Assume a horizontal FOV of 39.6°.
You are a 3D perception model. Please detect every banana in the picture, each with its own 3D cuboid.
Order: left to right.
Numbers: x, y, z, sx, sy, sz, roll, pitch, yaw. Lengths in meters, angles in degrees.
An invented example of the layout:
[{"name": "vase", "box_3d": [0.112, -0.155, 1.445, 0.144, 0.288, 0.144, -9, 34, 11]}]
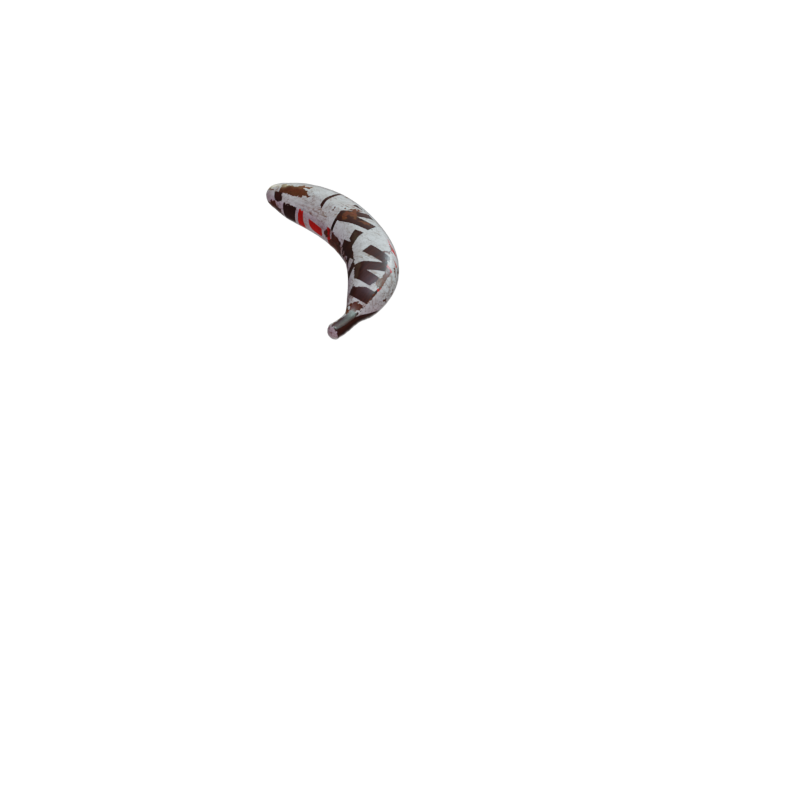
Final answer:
[{"name": "banana", "box_3d": [-0.045, -0.117, 0.819, 0.069, 0.034, 0.214, -10, 37, -14]}]
